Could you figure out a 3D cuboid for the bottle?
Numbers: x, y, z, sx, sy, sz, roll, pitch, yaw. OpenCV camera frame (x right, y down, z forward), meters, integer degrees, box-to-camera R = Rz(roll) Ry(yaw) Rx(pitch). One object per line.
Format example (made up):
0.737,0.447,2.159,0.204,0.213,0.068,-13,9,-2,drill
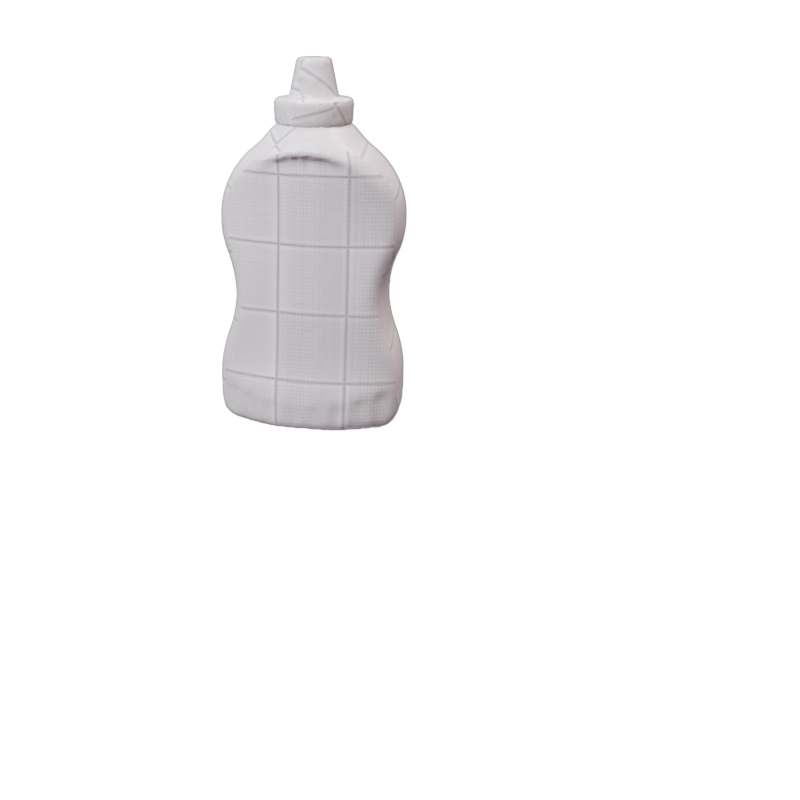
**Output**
-0.046,-0.083,0.583,0.098,0.185,0.059,4,15,11,bottle
